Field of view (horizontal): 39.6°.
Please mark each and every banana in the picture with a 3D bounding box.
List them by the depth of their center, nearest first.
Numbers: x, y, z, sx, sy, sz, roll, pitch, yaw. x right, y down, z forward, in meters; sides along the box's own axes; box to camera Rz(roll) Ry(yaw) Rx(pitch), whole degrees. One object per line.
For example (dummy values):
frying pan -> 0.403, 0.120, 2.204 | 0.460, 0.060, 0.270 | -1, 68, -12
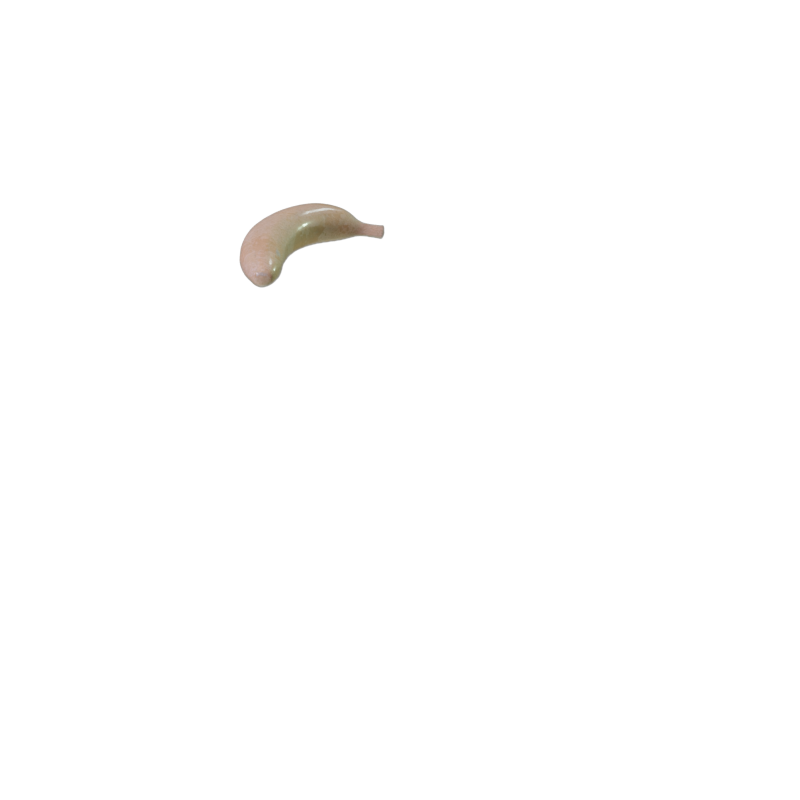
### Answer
banana -> -0.085, -0.133, 0.906 | 0.072, 0.035, 0.198 | 10, 24, 25
